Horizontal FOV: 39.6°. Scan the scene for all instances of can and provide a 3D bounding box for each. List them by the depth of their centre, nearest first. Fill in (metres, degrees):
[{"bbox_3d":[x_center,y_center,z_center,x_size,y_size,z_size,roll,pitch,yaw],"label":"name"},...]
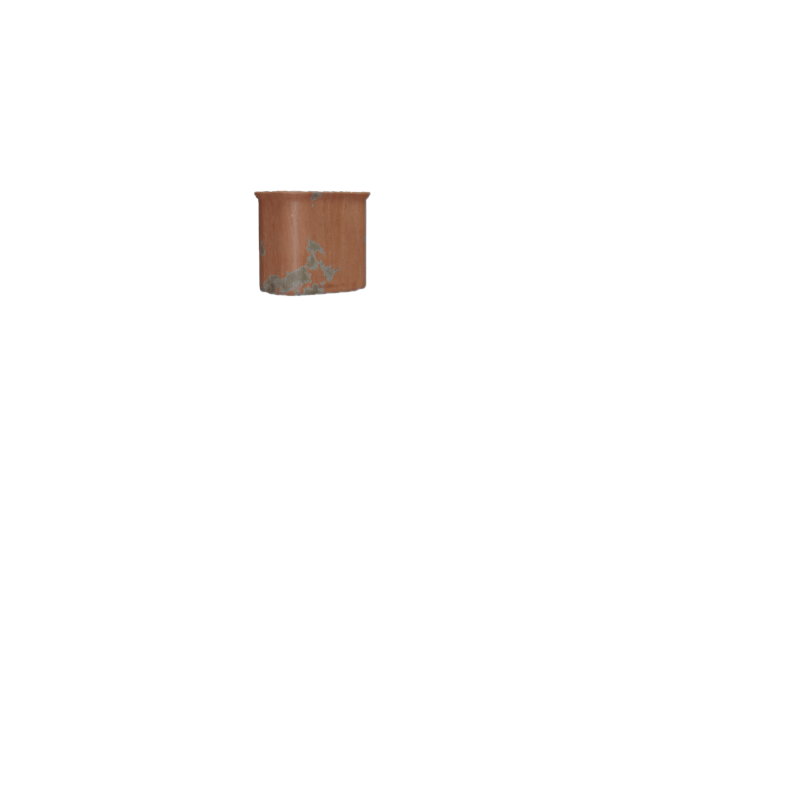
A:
[{"bbox_3d":[-0.072,-0.131,0.920,0.060,0.083,0.099,4,7,42],"label":"can"}]
